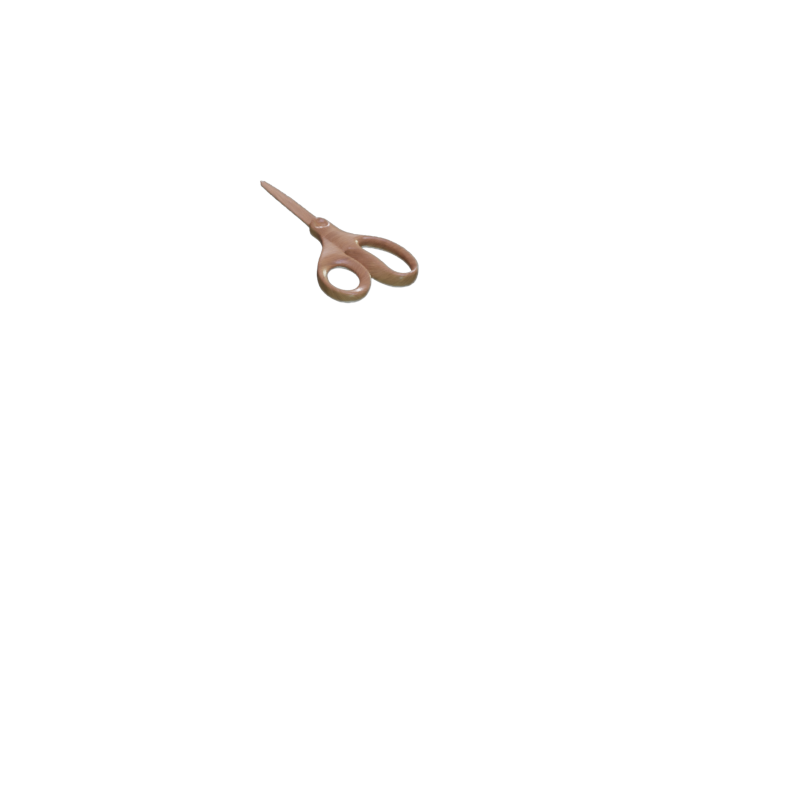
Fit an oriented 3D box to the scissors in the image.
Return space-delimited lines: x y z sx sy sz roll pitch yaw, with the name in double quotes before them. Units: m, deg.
"scissors" -0.078 -0.142 0.994 0.213 0.015 0.097 27 48 28
